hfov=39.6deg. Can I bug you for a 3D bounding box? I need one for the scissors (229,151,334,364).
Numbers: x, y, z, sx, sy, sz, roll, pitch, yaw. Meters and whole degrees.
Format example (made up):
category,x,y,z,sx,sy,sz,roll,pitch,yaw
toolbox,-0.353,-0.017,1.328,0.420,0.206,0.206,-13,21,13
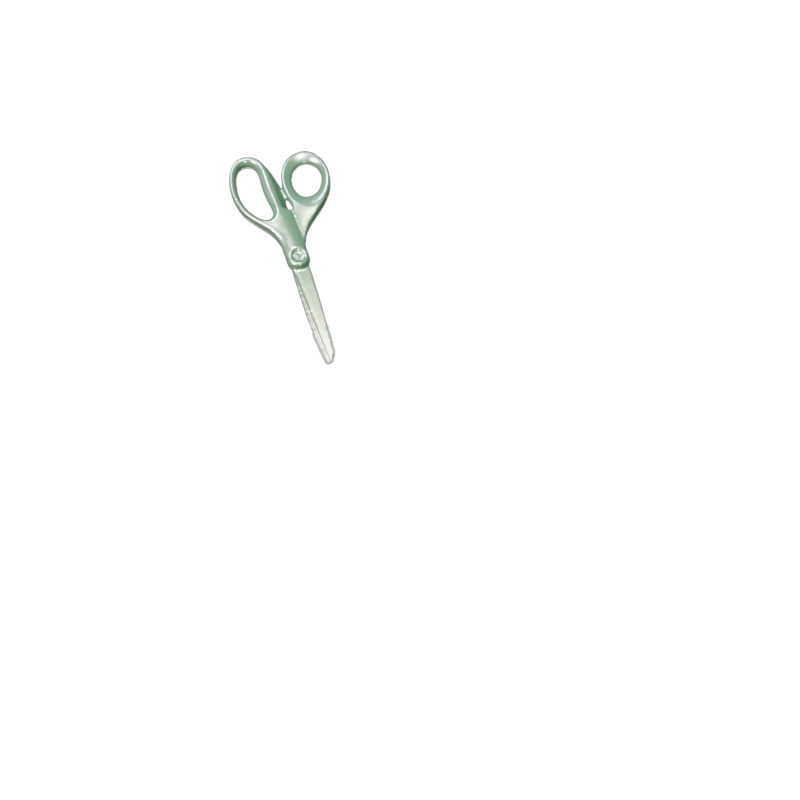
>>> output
category,x,y,z,sx,sy,sz,roll,pitch,yaw
scissors,-0.074,-0.134,0.942,0.096,0.213,0.015,-30,-22,-13
